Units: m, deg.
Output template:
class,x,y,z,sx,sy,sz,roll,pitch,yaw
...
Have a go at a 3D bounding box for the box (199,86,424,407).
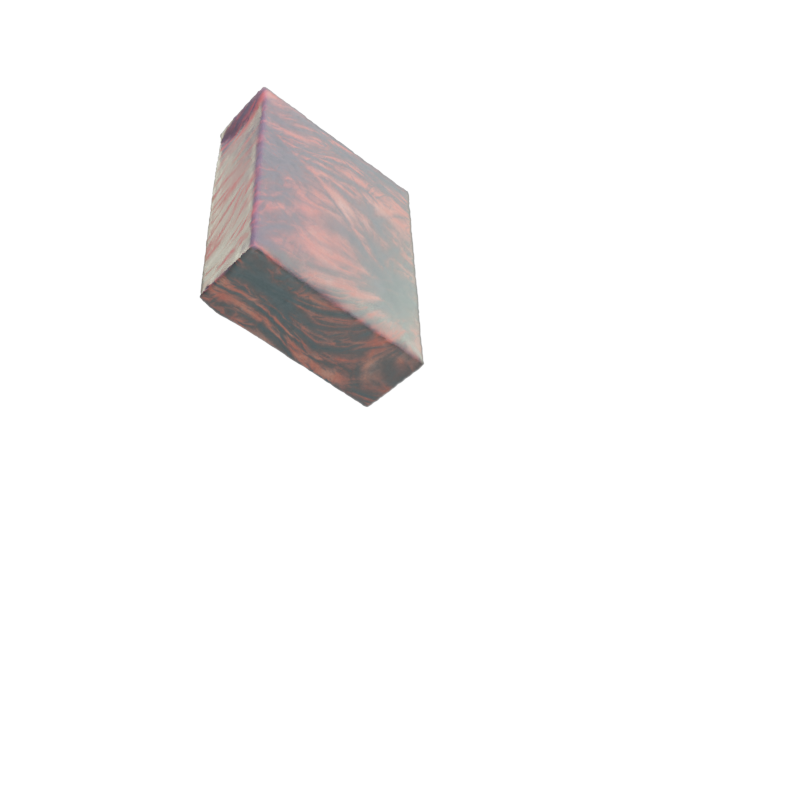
class,x,y,z,sx,sy,sz,roll,pitch,yaw
box,-0.067,-0.123,0.859,0.155,0.229,0.071,32,-57,-28
